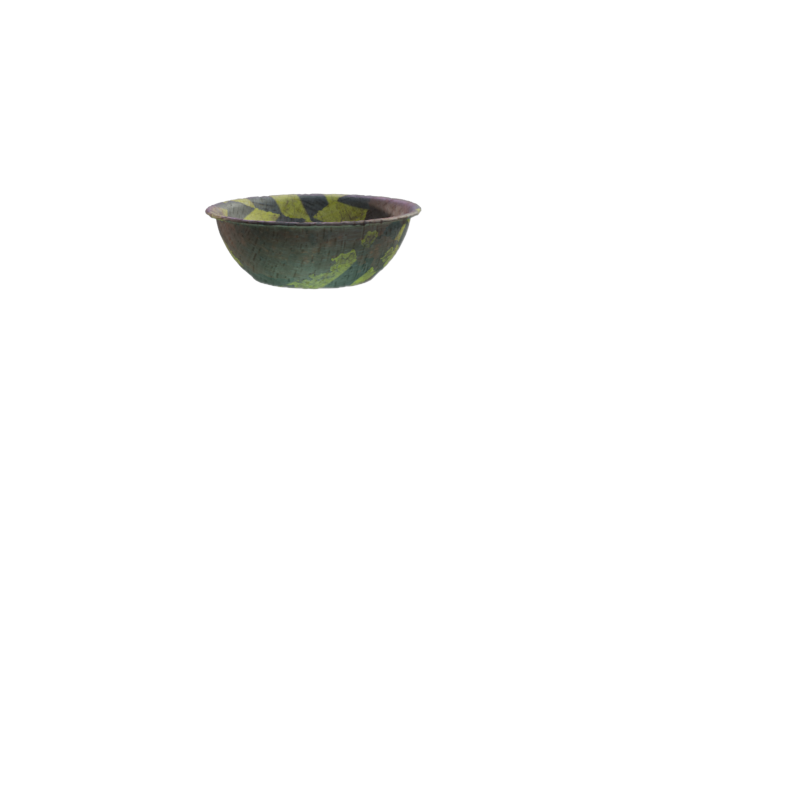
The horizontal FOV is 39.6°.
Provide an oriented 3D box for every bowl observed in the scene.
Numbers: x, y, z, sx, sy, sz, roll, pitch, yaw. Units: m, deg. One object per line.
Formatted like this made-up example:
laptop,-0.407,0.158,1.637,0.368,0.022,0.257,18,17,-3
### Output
bowl,-0.065,-0.119,0.835,0.162,0.053,0.167,-1,16,-2
